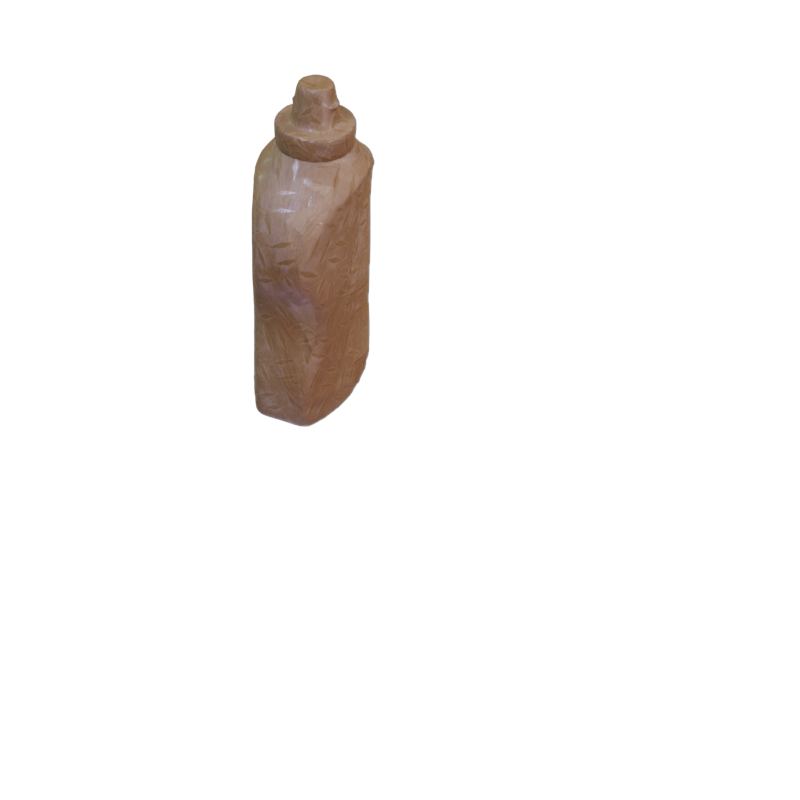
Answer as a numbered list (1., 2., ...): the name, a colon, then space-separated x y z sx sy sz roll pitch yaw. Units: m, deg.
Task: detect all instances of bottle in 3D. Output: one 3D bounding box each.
1. bottle: -0.046 -0.084 0.591 0.060 0.179 0.099 16 41 15
